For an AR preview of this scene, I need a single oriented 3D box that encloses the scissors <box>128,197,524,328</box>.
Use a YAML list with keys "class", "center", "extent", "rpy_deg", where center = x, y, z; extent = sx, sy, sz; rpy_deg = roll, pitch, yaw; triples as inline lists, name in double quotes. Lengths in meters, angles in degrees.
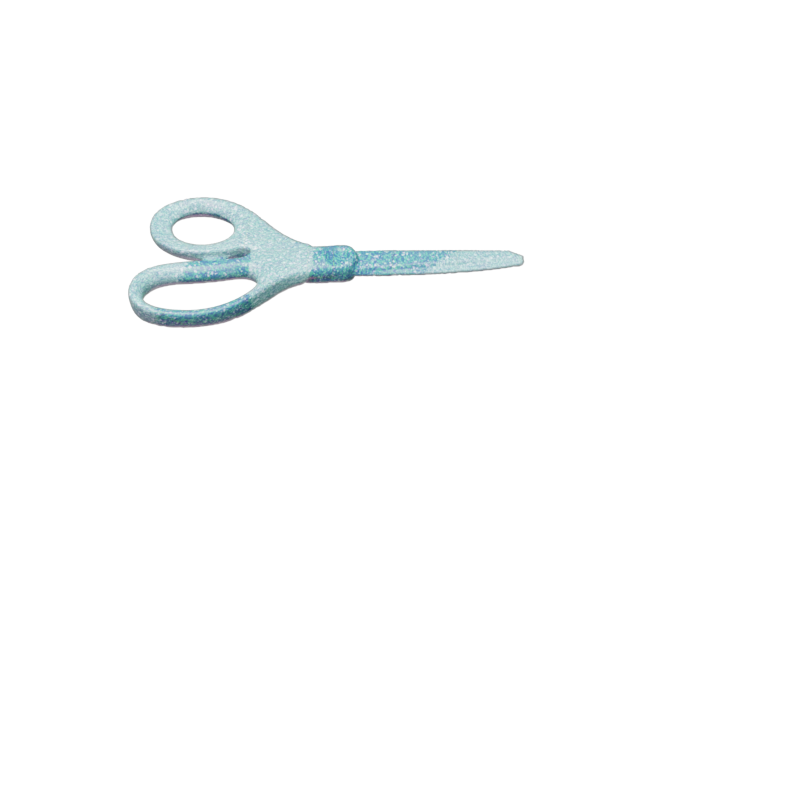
- class: "scissors"
  center: [-0.046, -0.084, 0.588]
  extent: [0.200, 0.104, 0.015]
  rpy_deg: [-14, -41, -12]
